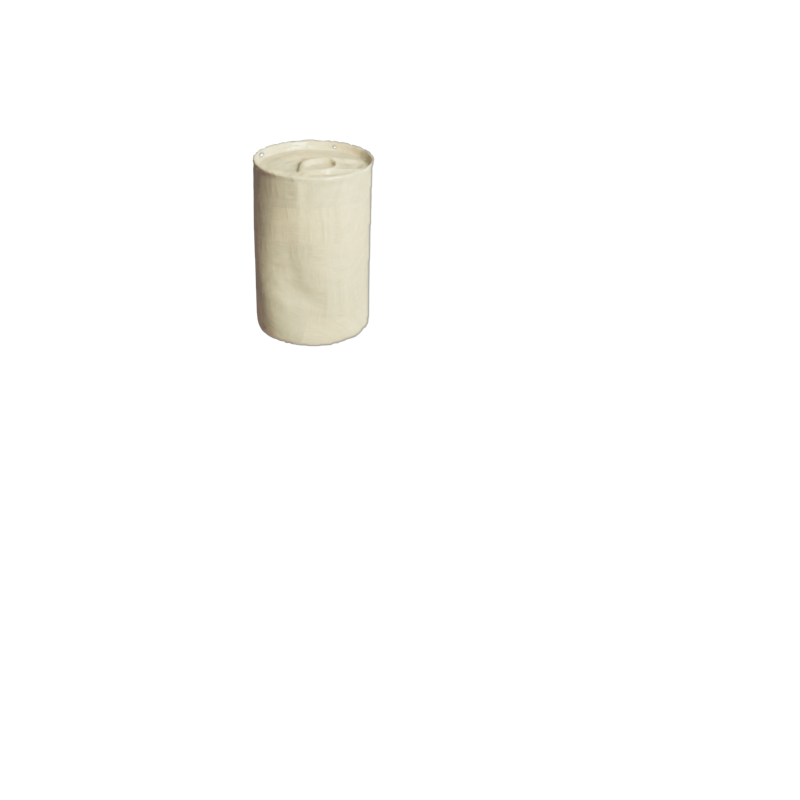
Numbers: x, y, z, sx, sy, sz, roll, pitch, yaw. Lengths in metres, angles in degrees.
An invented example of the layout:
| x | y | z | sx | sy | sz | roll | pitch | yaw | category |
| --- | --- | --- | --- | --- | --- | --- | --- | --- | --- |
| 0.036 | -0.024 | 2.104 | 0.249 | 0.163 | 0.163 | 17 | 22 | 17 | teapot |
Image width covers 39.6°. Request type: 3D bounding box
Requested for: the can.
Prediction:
| x | y | z | sx | sy | sz | roll | pitch | yaw | category |
| --- | --- | --- | --- | --- | --- | --- | --- | --- | --- |
| -0.050 | -0.091 | 0.636 | 0.068 | 0.097 | 0.072 | 0 | 25 | -2 | can |
